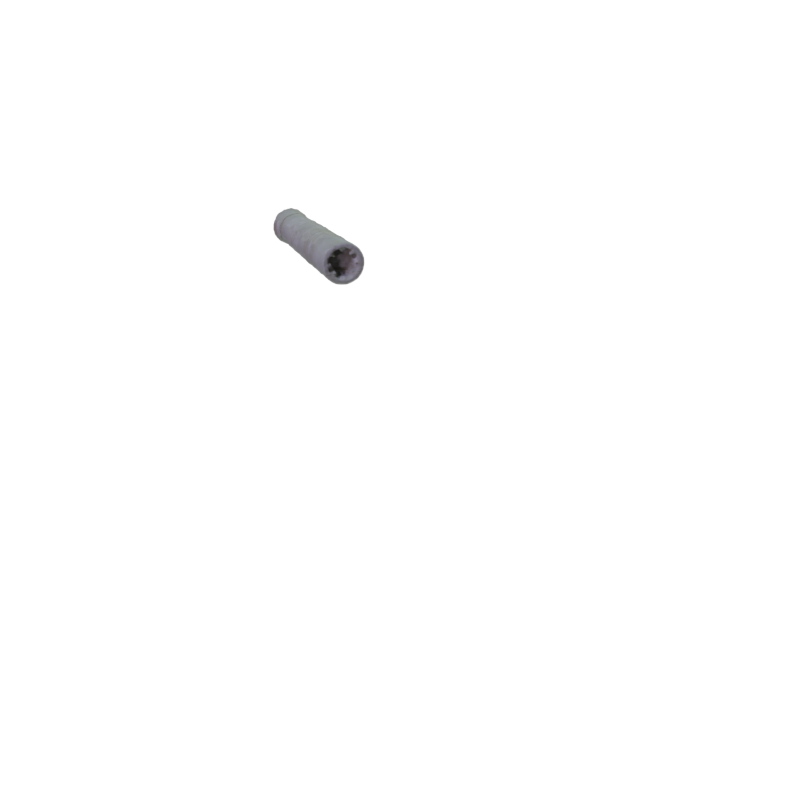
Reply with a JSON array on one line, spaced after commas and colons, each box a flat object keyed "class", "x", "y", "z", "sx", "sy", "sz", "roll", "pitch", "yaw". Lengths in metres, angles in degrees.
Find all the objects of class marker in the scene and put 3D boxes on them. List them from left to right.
[{"class": "marker", "x": -0.042, "y": -0.076, "z": 0.533, "sx": 0.019, "sy": 0.019, "sz": 0.127, "roll": -1, "pitch": 16, "yaw": -16}]
